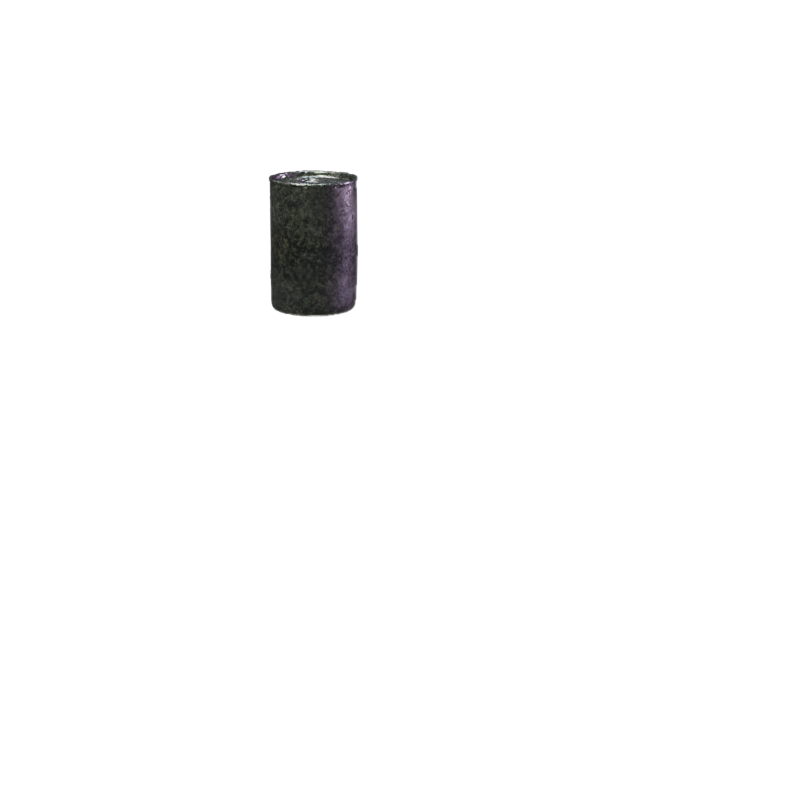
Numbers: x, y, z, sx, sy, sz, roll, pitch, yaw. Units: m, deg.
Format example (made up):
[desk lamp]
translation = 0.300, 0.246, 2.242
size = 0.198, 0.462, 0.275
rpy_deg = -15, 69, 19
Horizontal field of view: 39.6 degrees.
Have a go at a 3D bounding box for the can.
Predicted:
[can]
translation = -0.067, -0.122, 0.854
size = 0.068, 0.099, 0.071
rpy_deg = 0, 15, -2
